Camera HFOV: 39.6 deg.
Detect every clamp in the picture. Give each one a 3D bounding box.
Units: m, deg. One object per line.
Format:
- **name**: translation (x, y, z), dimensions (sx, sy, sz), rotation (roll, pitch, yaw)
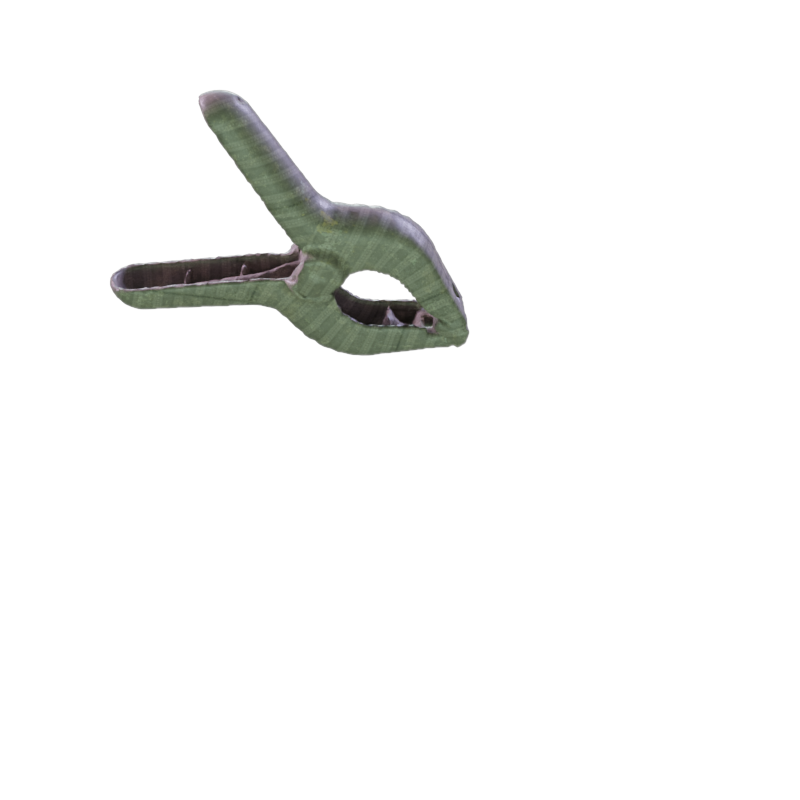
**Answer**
- **clamp**: translation (-0.041, -0.074, 0.518), dimensions (0.168, 0.114, 0.042), rotation (14, 41, -13)
